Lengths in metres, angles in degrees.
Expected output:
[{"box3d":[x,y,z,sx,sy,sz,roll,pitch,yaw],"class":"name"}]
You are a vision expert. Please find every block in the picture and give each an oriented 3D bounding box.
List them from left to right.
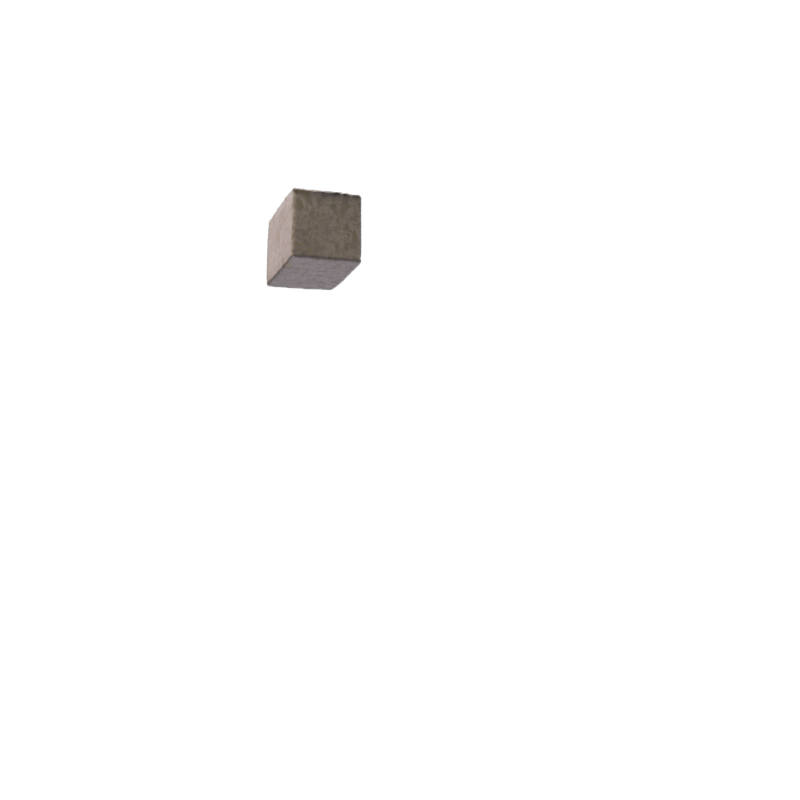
[{"box3d":[-0.063,-0.115,0.808,0.051,0.053,0.077,4,-14,-19],"class":"block"}]
